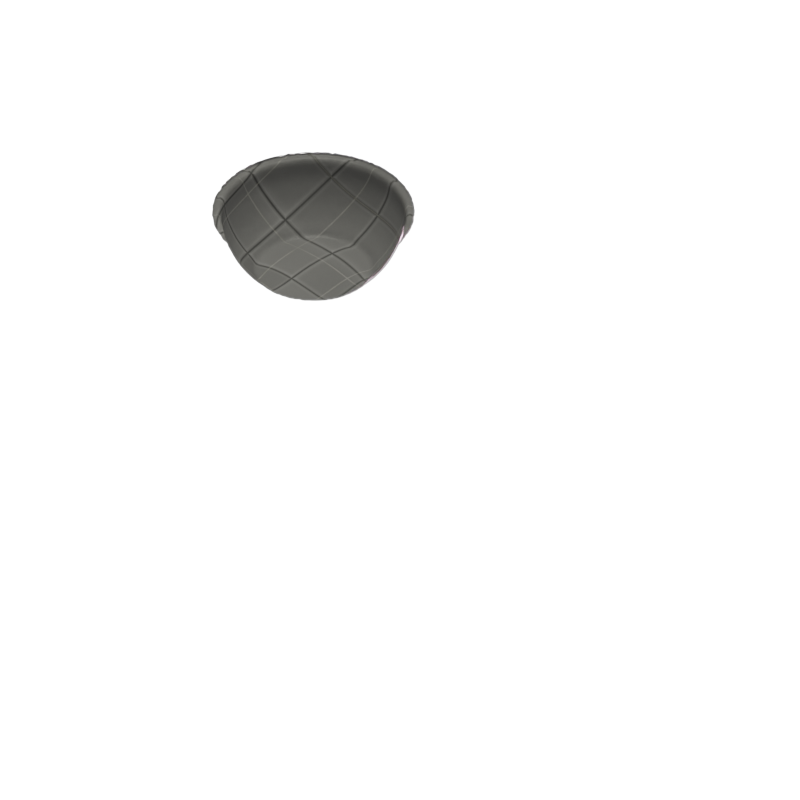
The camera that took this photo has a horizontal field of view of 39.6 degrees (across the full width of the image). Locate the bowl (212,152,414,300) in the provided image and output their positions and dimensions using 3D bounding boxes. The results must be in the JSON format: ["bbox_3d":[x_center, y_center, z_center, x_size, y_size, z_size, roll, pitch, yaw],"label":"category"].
[{"bbox_3d":[-0.068,-0.125,0.873,0.162,0.059,0.152,1,-30,-2],"label":"bowl"}]
